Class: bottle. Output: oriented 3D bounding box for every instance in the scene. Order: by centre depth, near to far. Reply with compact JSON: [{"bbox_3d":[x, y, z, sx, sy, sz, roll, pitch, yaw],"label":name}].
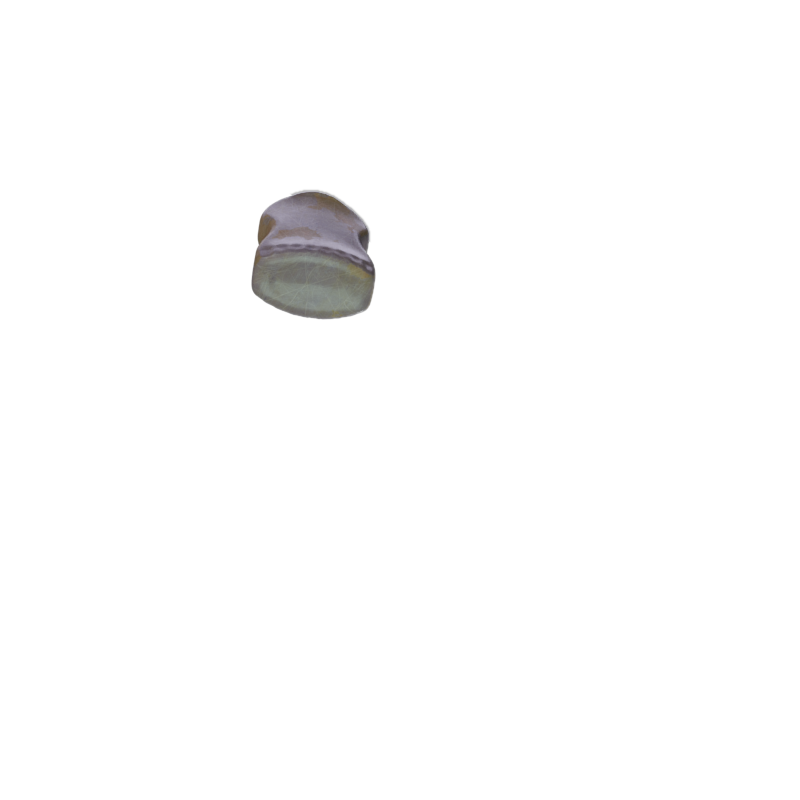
[{"bbox_3d":[-0.074,-0.134,0.944,0.095,0.056,0.203,5,27,-6],"label":"bottle"}]
